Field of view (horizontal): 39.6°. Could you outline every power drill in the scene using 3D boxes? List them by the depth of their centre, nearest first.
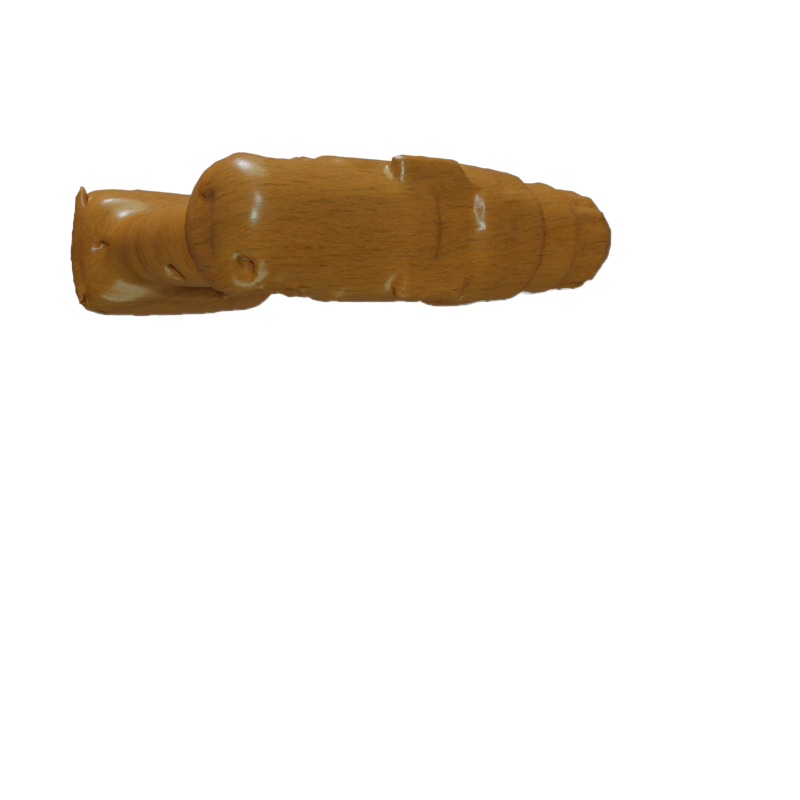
[{"bbox_3d":[-0.035,-0.064,0.451,0.177,0.058,0.194,-1,2,-39],"label":"power drill"}]
